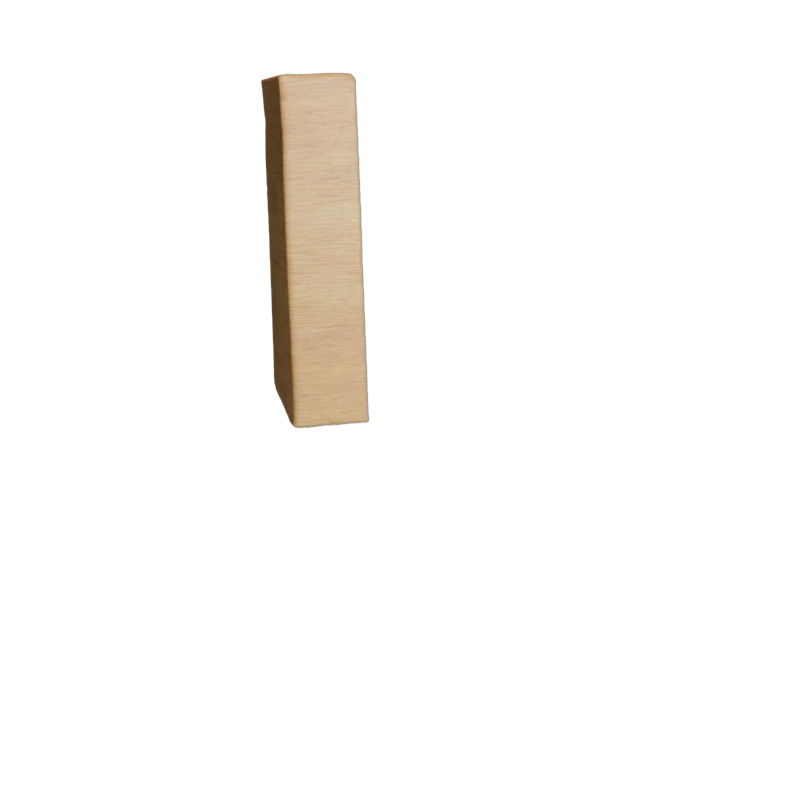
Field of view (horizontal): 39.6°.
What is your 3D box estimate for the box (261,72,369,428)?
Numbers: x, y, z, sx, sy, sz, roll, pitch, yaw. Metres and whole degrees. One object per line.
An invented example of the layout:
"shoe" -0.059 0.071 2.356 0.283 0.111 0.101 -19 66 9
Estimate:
"box" -0.046 -0.084 0.588 0.047 0.173 0.097 -1 10 -11
